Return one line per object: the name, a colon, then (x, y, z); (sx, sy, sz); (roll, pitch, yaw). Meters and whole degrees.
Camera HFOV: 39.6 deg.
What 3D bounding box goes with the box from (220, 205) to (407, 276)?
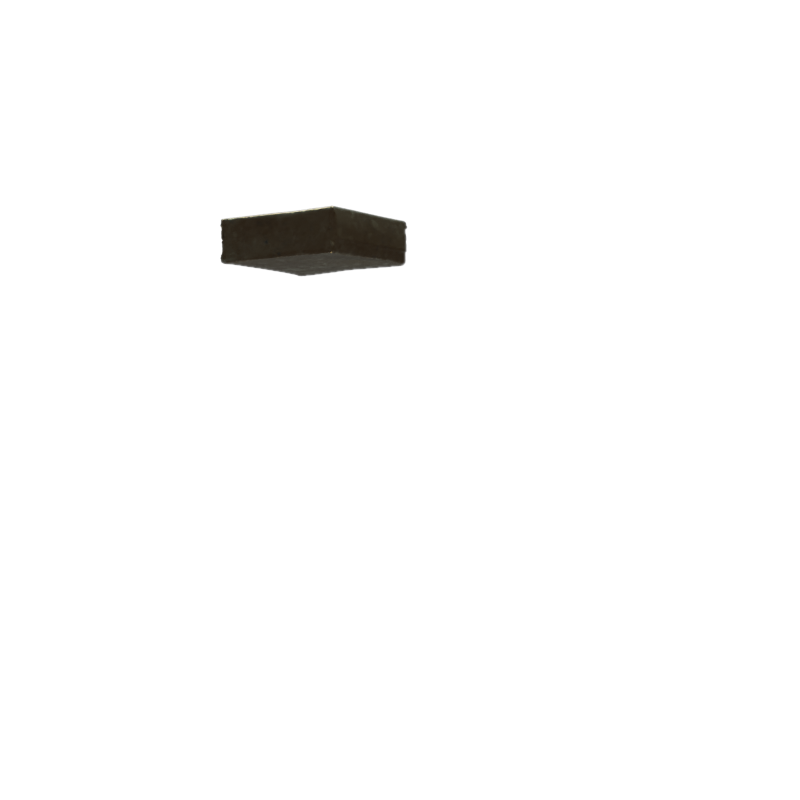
box: (-0.065, -0.119, 0.833); (0.117, 0.039, 0.086); (-2, -3, 38)
